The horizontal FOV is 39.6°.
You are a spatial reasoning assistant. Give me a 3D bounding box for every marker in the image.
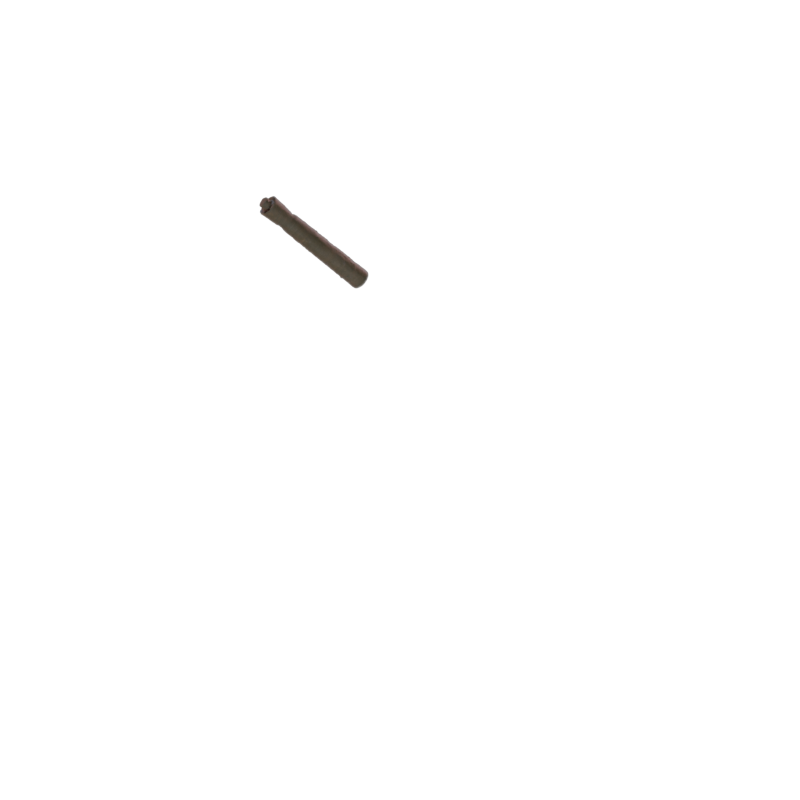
[{"bbox_3d":[-0.075,-0.136,0.953,0.114,0.020,0.020,37,-17,-28],"label":"marker"}]
